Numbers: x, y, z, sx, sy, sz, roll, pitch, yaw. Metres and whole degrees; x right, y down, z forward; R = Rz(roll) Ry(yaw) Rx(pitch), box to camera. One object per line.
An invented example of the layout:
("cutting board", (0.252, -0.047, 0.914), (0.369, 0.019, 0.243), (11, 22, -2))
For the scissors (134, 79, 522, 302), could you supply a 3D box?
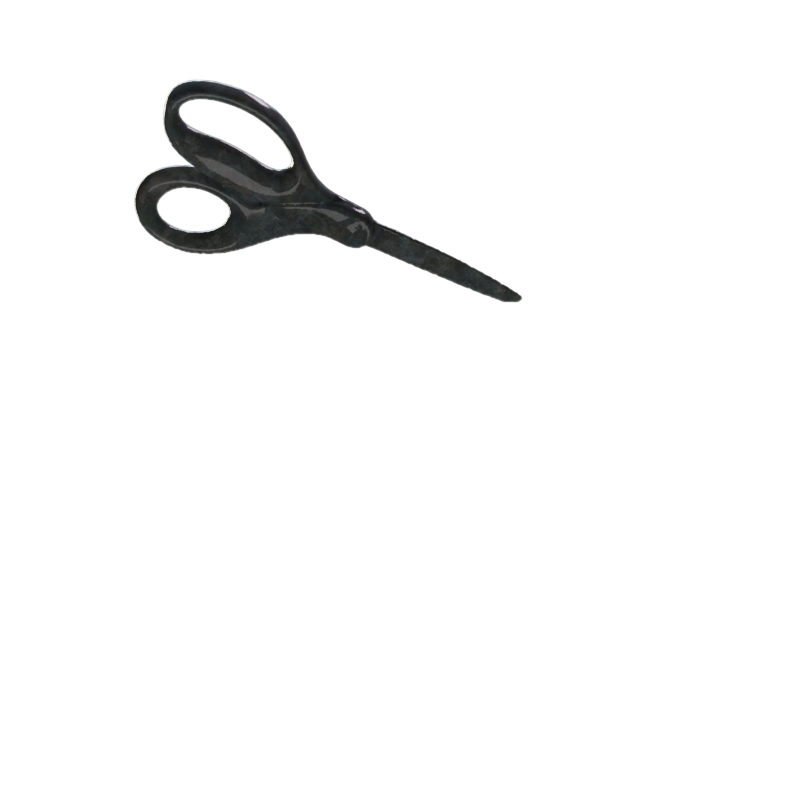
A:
("scissors", (-0.042, -0.077, 0.537), (0.191, 0.017, 0.095), (37, -61, -25))
